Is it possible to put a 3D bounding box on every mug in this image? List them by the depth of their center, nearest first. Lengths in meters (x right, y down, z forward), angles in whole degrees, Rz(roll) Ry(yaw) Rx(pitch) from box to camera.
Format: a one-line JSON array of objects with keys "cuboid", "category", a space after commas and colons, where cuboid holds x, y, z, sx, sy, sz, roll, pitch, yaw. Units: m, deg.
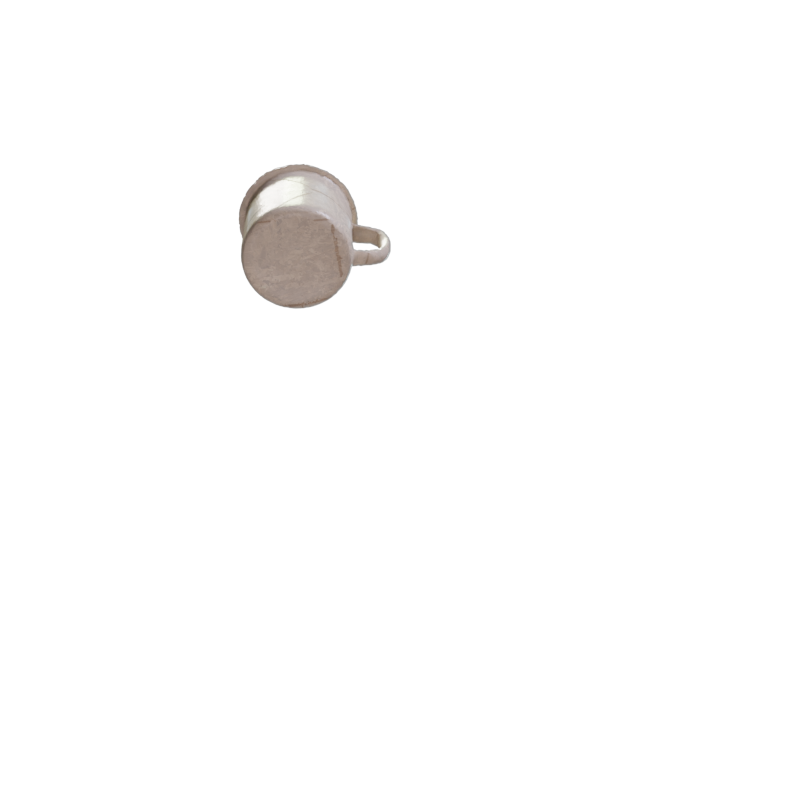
[{"cuboid": [-0.065, -0.119, 0.832, 0.116, 0.089, 0.086, 8, 25, -5], "category": "mug"}]
